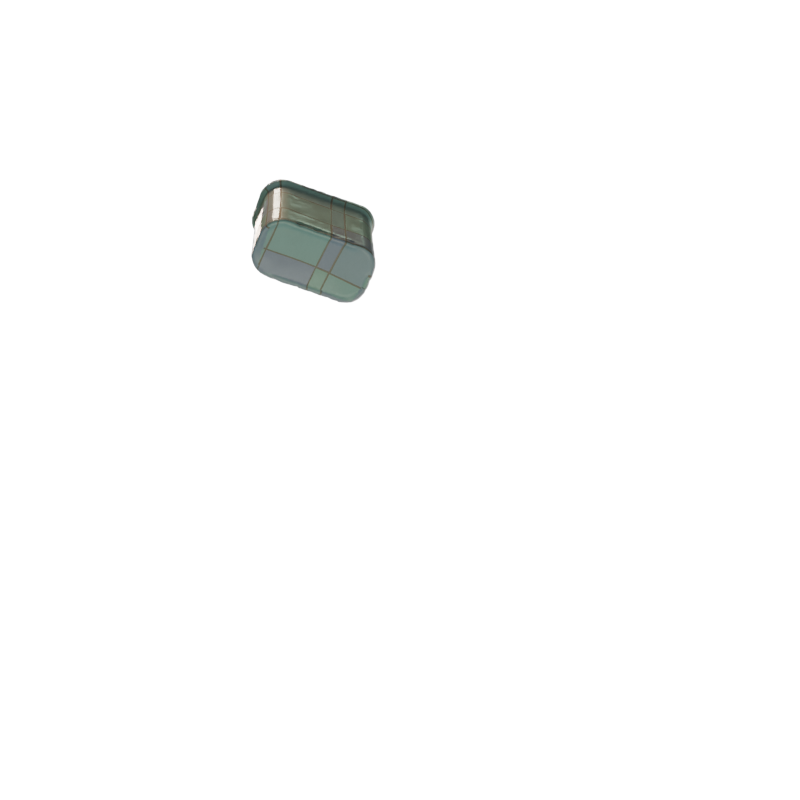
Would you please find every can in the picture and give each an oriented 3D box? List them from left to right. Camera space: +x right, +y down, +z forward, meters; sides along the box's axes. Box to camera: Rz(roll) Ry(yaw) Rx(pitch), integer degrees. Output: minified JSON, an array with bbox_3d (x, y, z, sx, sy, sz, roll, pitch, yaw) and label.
[{"bbox_3d":[-0.071,-0.130,0.909,0.100,0.055,0.089,18,27,-11],"label":"can"}]
